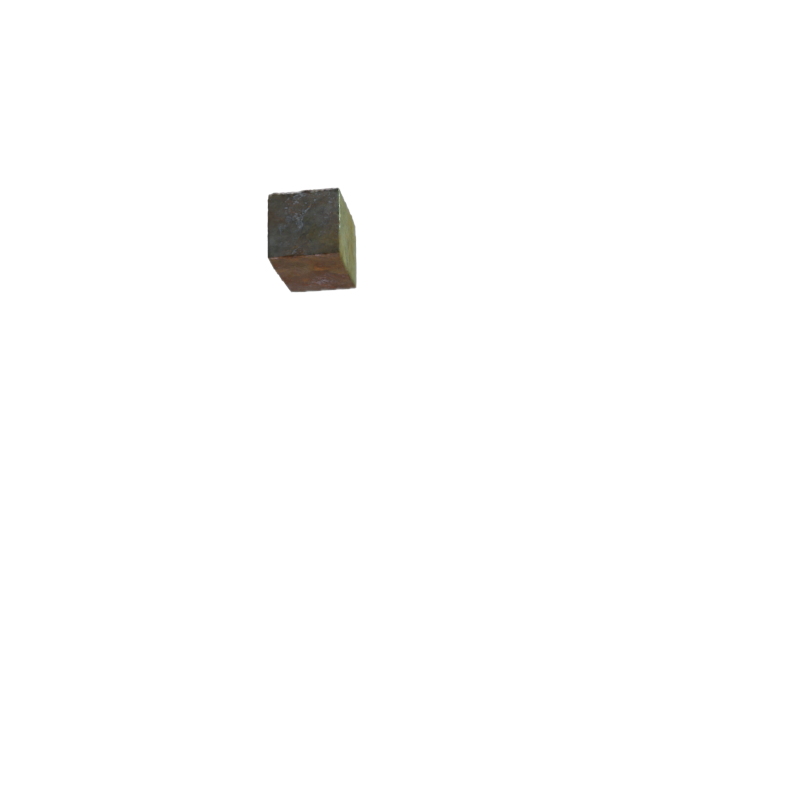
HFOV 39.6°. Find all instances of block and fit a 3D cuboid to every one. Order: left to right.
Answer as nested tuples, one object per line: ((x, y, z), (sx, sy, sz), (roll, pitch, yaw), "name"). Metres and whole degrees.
((-0.063, -0.115, 0.806), (0.053, 0.053, 0.074), (-3, -16, 7), "block")
